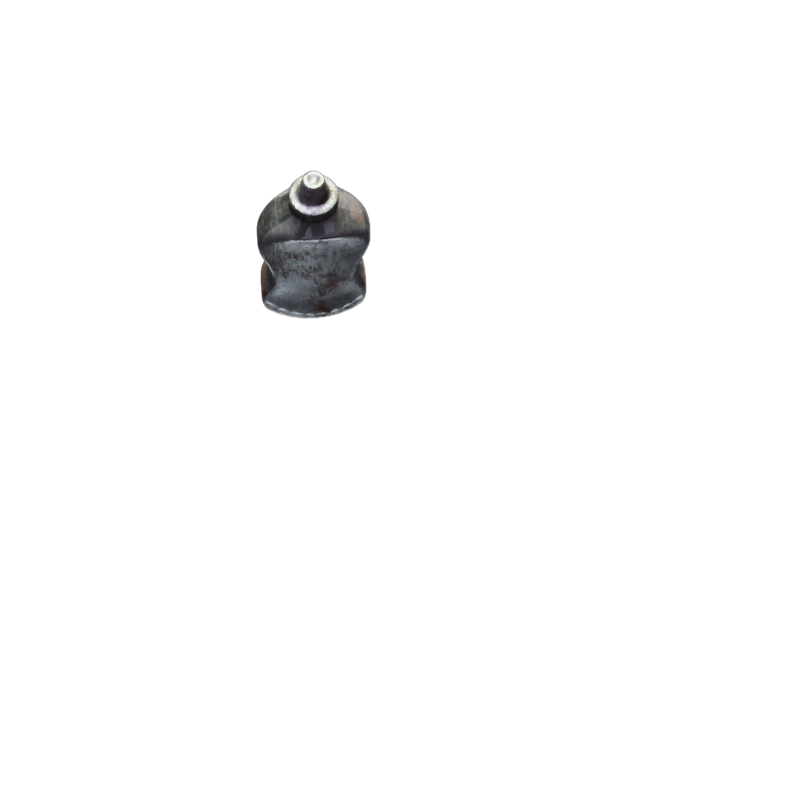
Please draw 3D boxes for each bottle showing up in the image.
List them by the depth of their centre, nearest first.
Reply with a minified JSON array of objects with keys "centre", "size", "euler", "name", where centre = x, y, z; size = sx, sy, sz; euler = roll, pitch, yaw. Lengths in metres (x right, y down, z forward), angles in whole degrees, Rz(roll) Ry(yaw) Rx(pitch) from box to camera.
[{"centre":[-0.074,-0.136,0.949],"size":[0.096,0.062,0.181],"euler":[-2,-24,-4],"name":"bottle"}]
